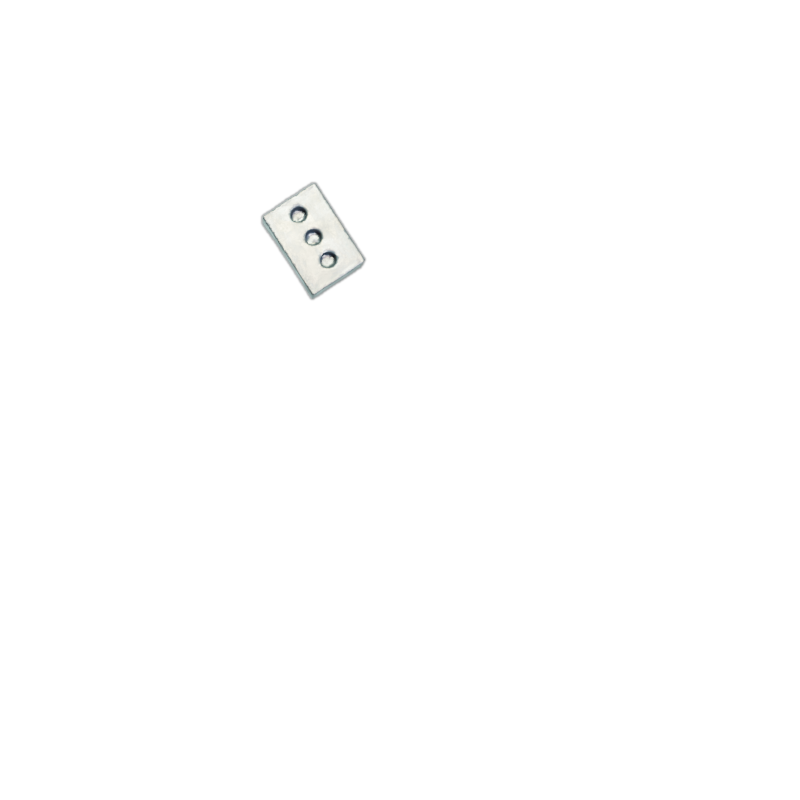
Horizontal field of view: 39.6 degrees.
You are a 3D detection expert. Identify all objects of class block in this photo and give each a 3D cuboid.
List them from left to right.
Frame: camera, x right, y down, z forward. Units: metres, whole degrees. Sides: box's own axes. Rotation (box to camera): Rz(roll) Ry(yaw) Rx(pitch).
[{"bbox_3d":[-0.071,-0.130,0.908,0.053,0.079,0.050,-33,-5,-4],"label":"block"}]
